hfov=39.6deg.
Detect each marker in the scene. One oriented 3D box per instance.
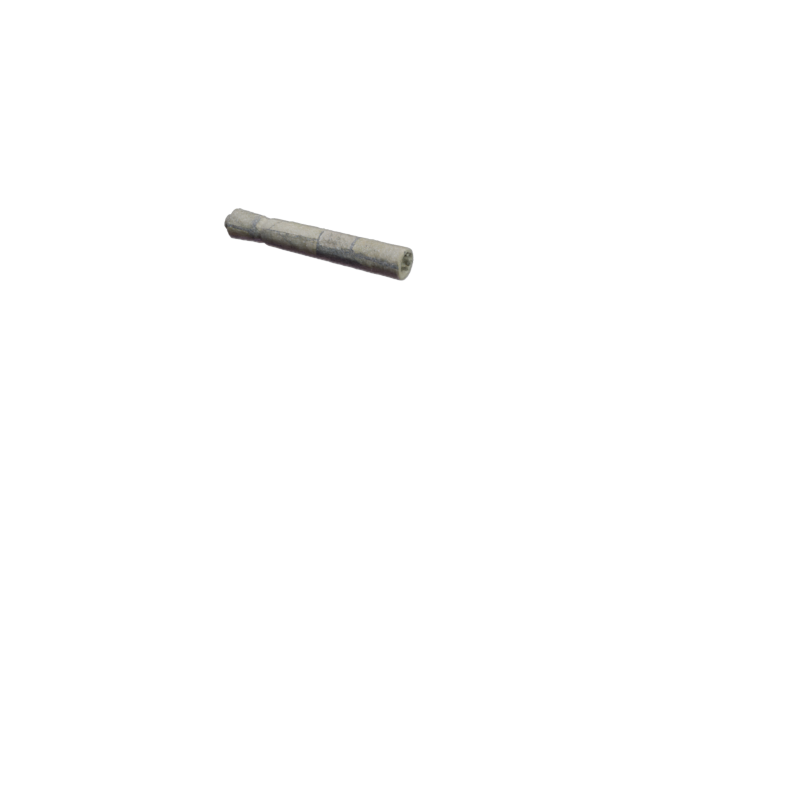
[{"bbox_3d":[-0.050,-0.091,0.639,0.127,0.019,0.019,17,11,28],"label":"marker"}]
